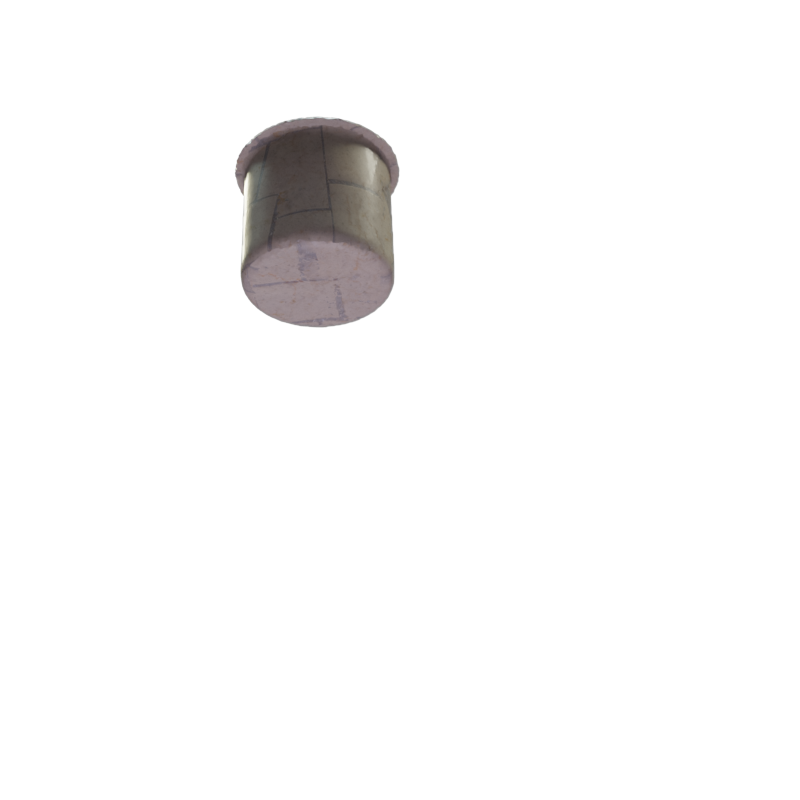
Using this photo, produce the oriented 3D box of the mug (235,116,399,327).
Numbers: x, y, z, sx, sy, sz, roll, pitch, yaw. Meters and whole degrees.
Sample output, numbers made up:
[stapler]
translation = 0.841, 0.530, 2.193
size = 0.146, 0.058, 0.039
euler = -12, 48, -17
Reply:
[mug]
translation = -0.048, -0.088, 0.615
size = 0.092, 0.087, 0.111
euler = 7, -34, -12
